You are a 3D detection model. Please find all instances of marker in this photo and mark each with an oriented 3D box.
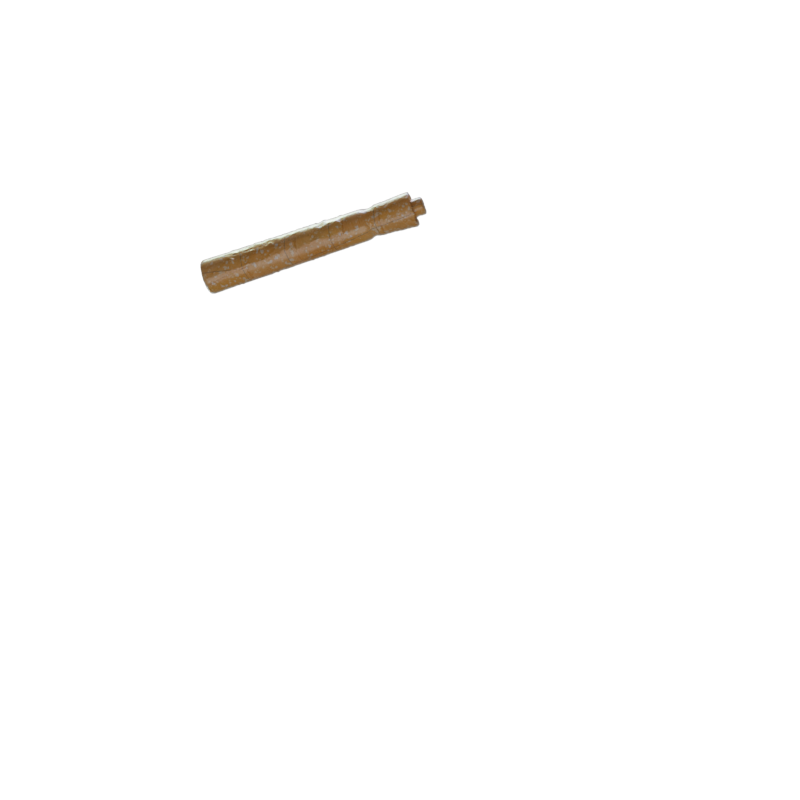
[{"bbox_3d":[-0.045,-0.082,0.577,0.121,0.020,0.020,-17,1,10],"label":"marker"}]
